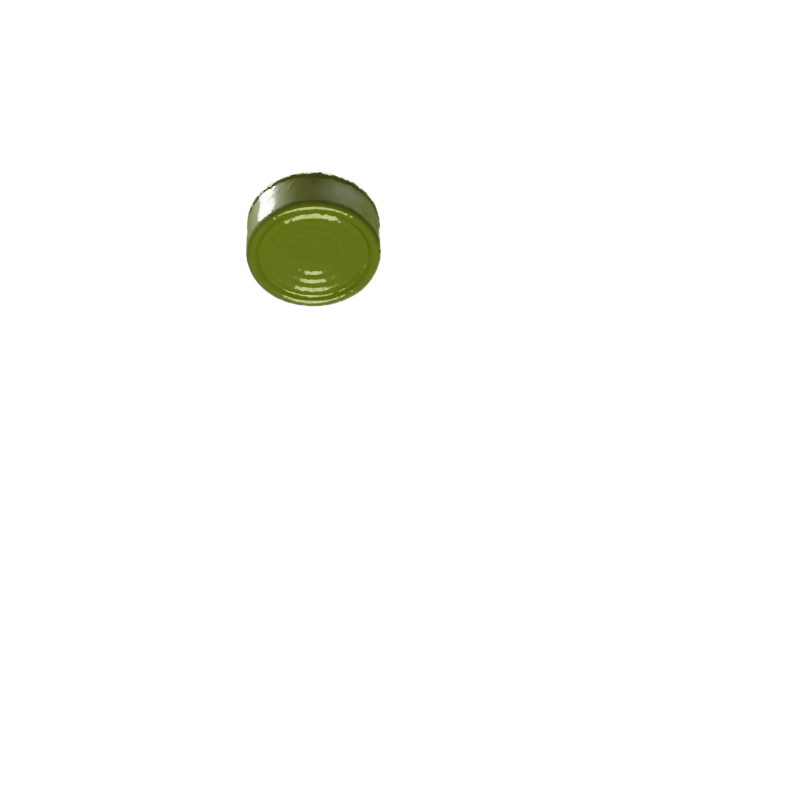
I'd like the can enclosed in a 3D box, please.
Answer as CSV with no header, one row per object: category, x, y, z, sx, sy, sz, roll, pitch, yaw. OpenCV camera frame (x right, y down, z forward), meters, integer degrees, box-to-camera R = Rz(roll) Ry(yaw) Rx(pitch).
can,-0.055,-0.100,0.702,0.086,0.080,0.036,1,43,-1
